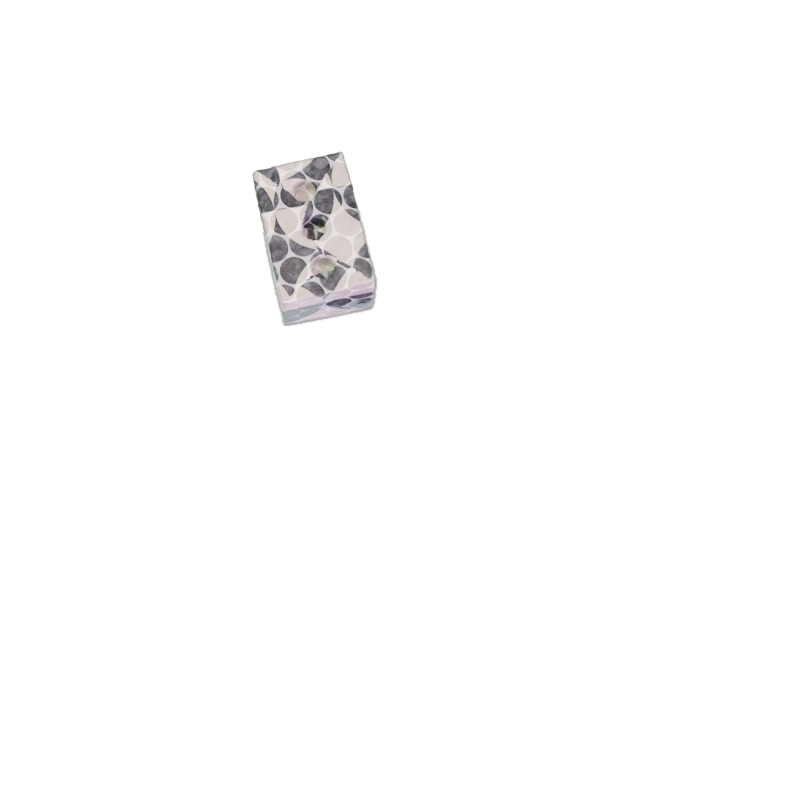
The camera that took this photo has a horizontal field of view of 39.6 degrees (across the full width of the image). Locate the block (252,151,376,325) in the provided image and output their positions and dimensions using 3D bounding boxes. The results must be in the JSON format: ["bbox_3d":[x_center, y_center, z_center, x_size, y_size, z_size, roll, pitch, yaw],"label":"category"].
[{"bbox_3d":[-0.048,-0.087,0.612,0.052,0.081,0.049,-13,-14,-5],"label":"block"}]
